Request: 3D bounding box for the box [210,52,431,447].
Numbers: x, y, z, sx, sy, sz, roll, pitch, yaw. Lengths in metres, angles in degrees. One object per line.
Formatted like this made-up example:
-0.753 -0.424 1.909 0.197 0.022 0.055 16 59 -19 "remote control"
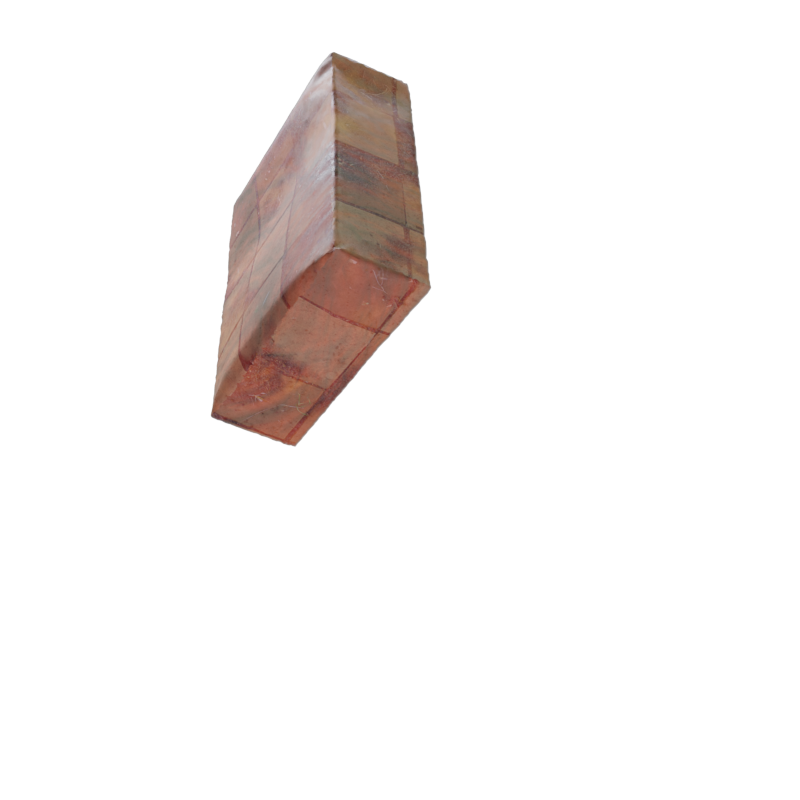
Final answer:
-0.058 -0.105 0.738 0.069 0.230 0.159 22 -50 -24 "box"
